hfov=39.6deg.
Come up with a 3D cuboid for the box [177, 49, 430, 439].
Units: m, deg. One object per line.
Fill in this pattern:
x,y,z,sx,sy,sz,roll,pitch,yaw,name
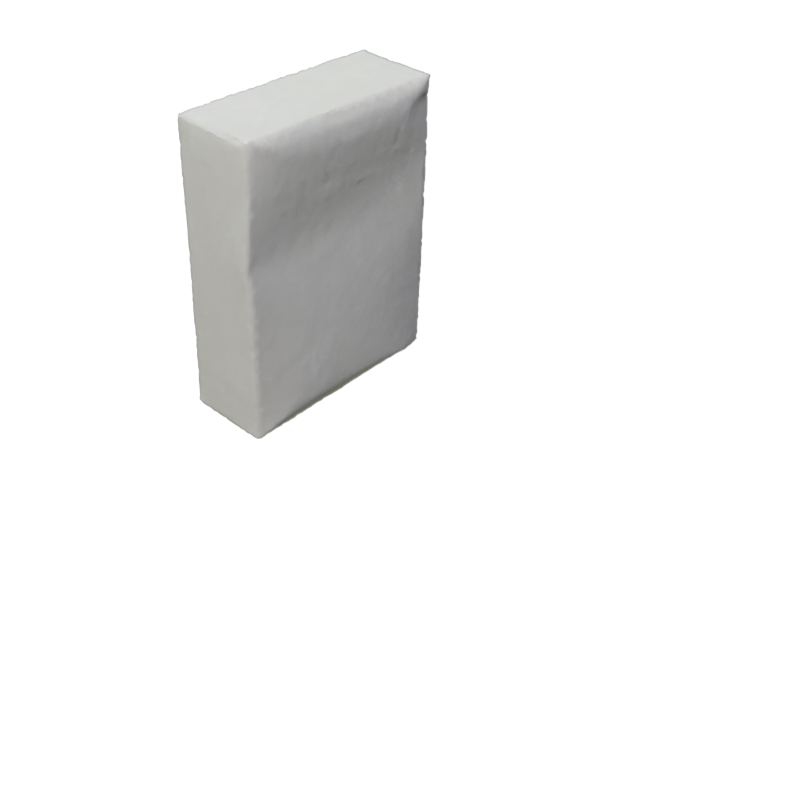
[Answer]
-0.058,-0.105,0.736,0.076,0.201,0.164,27,41,34,box
